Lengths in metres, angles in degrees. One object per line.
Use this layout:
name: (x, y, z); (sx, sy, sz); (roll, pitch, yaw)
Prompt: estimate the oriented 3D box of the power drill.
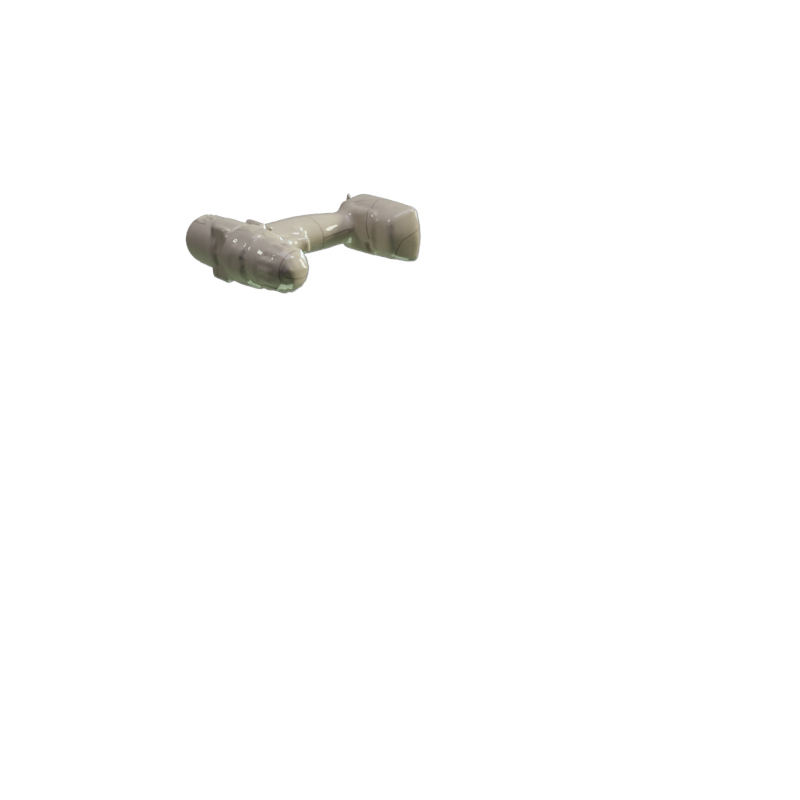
power drill: (-0.078, -0.142, 0.993); (0.183, 0.055, 0.196); (-12, 23, -30)
